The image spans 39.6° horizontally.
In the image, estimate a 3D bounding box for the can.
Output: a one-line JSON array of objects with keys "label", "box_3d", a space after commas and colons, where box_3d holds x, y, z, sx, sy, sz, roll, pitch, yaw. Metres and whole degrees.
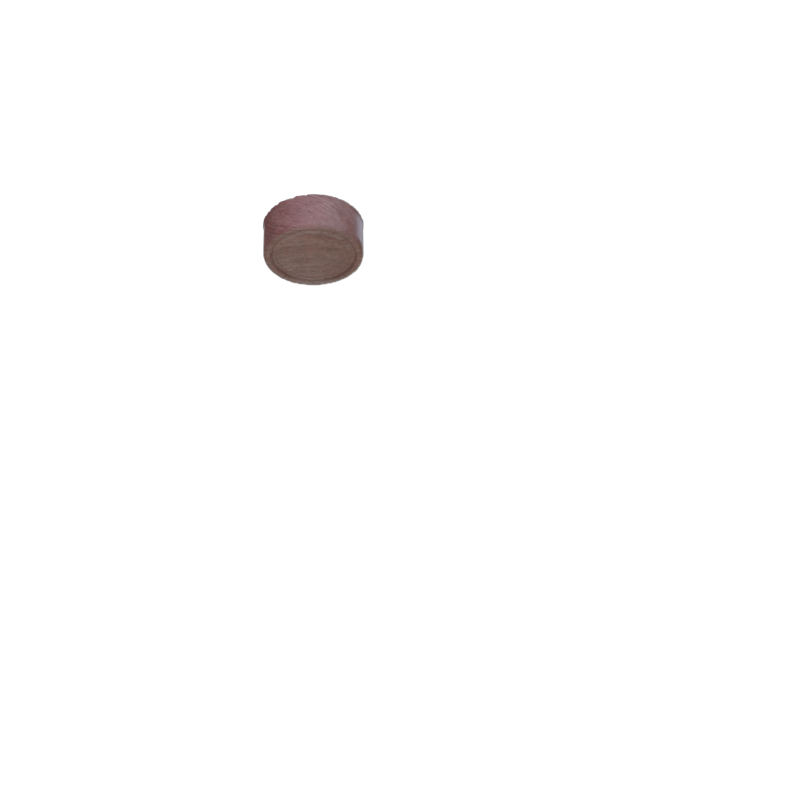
[{"label": "can", "box_3d": [-0.073, -0.133, 0.931, 0.086, 0.036, 0.080, 1, -32, -2]}]
